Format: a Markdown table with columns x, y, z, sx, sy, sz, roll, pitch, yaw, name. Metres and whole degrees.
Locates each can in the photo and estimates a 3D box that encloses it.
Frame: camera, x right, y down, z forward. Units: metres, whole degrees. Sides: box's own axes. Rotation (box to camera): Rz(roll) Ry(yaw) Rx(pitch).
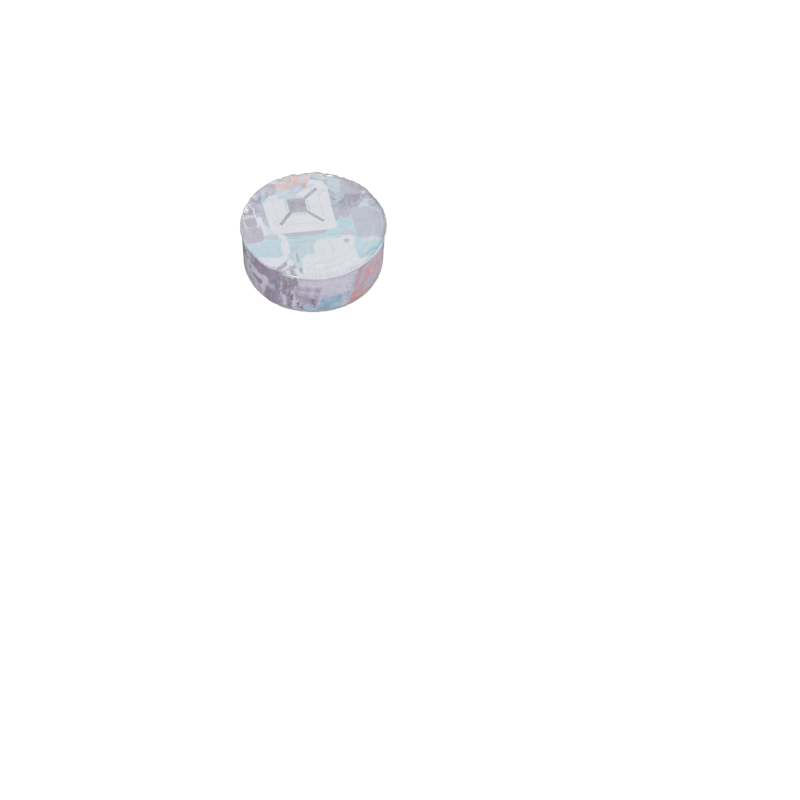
| x | y | z | sx | sy | sz | roll | pitch | yaw | name |
| --- | --- | --- | --- | --- | --- | --- | --- | --- | --- |
| -0.052 | -0.094 | 0.660 | 0.086 | 0.092 | 0.031 | -1 | -39 | -1 | can |
